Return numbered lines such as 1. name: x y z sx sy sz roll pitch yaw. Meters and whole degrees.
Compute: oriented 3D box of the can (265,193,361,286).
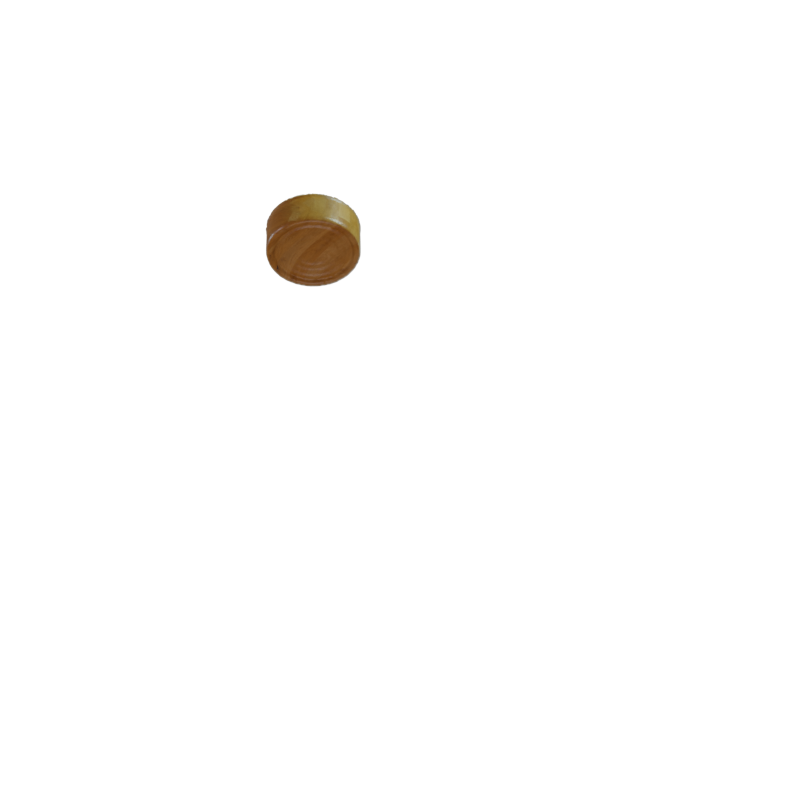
1. can: -0.078 -0.142 0.991 0.086 0.036 0.080 1 -43 -1
